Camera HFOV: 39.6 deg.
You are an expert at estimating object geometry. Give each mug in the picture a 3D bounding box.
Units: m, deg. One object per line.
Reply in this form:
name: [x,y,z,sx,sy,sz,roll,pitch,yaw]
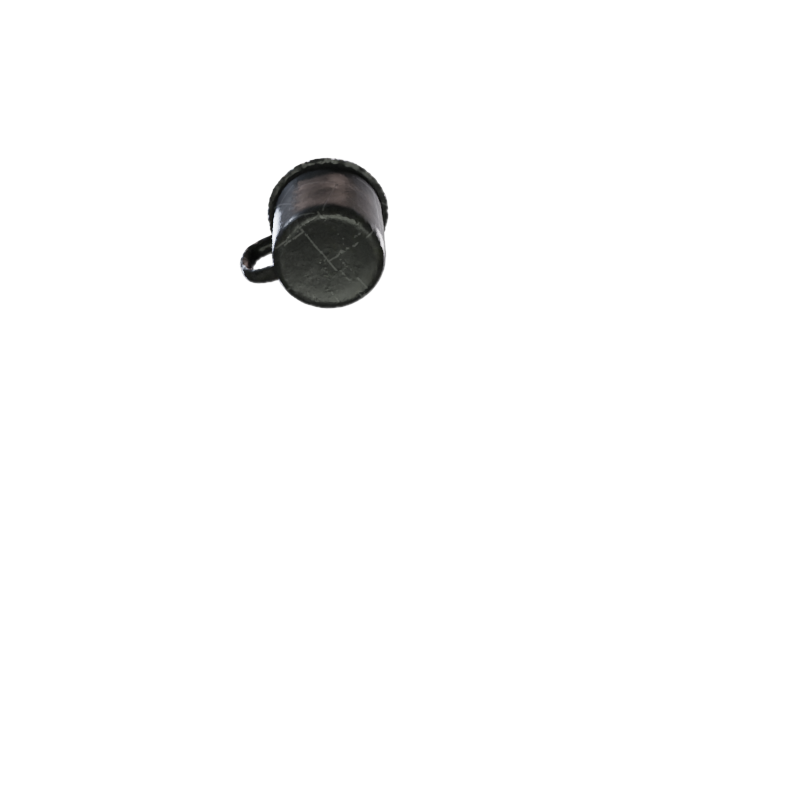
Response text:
mug: [-0.064,-0.117,0.819,0.117,0.087,0.087,-18,29,8]
